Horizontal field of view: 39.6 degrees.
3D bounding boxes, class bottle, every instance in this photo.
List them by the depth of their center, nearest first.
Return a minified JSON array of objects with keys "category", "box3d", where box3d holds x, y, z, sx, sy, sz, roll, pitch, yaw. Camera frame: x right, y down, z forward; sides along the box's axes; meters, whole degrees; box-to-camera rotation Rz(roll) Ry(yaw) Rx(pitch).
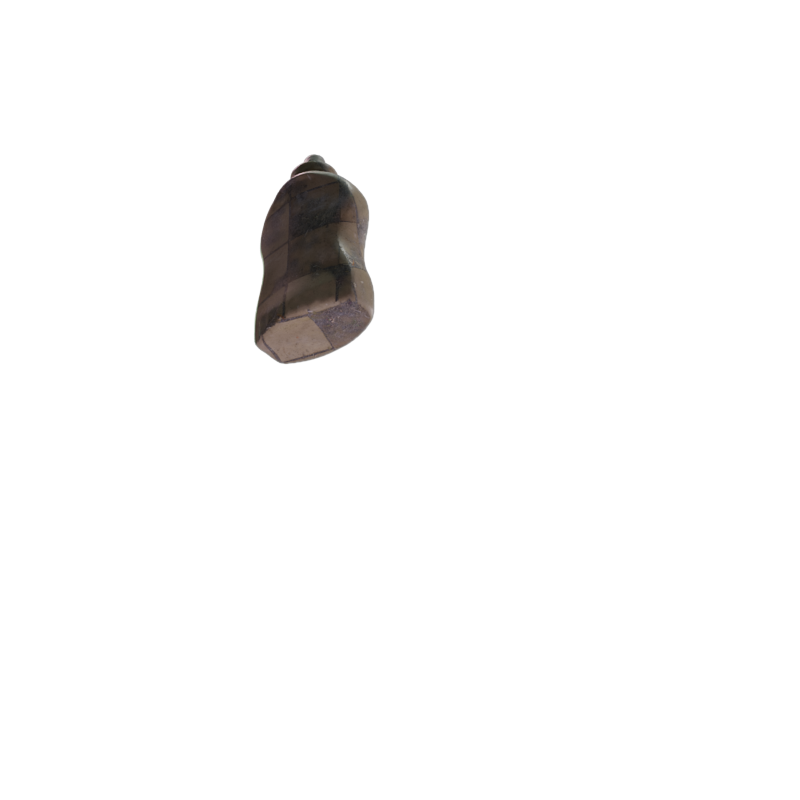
[{"category":"bottle","box3d":[-0.069,-0.126,0.888,0.096,0.206,0.054,-28,-45,27]}]
